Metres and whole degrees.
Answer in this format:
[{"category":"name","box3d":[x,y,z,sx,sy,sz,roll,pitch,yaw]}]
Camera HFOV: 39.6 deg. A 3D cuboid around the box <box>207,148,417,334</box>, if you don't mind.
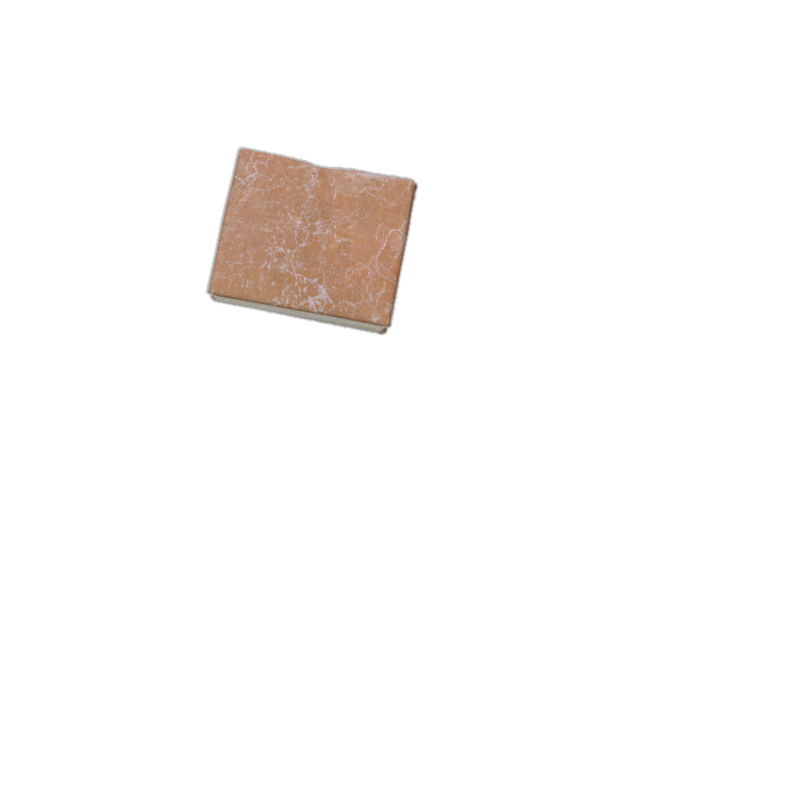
[{"category":"box","box3d":[-0.042,-0.077,0.537,0.089,0.075,0.029,11,-11,2]}]
